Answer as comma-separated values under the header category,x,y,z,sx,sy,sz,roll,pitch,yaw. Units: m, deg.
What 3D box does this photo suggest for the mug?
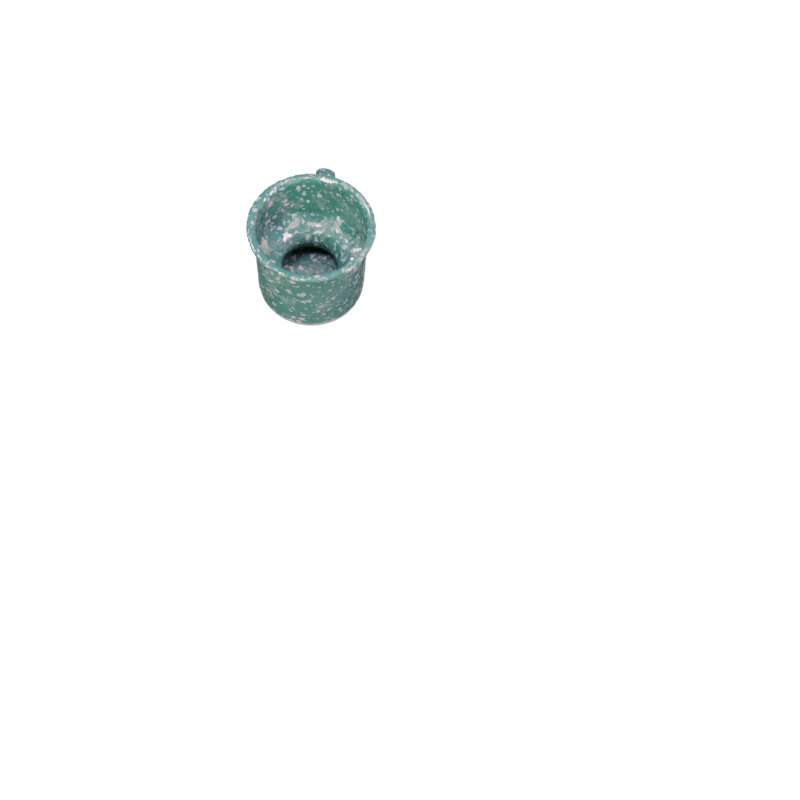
category,x,y,z,sx,sy,sz,roll,pitch,yaw
mug,-0.065,-0.119,0.833,0.094,0.124,0.077,6,-30,1
